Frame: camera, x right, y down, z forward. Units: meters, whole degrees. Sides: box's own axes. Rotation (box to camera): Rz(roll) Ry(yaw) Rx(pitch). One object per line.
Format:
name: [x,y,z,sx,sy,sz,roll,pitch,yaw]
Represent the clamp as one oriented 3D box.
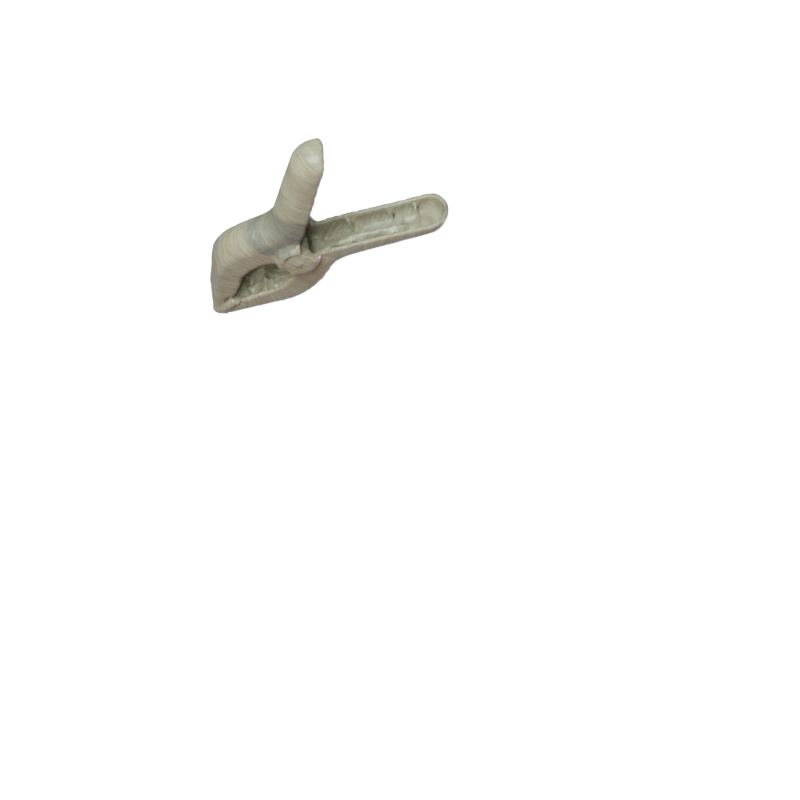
clamp: [-0.056,-0.102,0.711,0.114,0.042,0.170,19,-33,-32]
